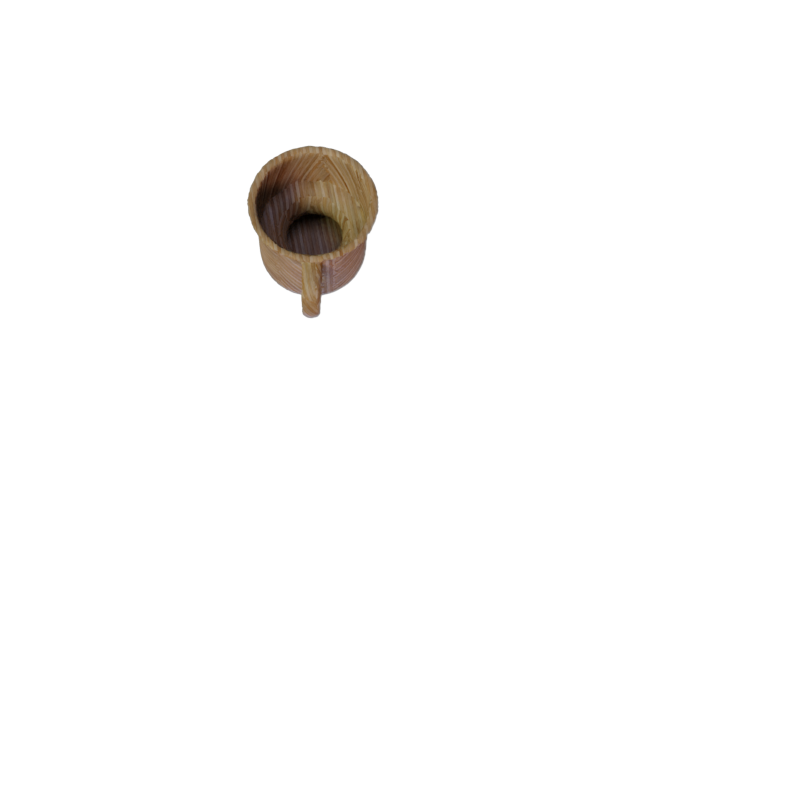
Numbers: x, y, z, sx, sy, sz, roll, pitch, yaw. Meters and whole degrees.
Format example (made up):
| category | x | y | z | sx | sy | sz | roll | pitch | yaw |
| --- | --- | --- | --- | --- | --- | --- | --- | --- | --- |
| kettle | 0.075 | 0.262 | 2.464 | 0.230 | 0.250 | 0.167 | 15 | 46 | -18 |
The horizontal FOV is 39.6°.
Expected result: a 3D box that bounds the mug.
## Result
| category | x | y | z | sx | sy | sz | roll | pitch | yaw |
| --- | --- | --- | --- | --- | --- | --- | --- | --- | --- |
| mug | -0.064 | -0.117 | 0.816 | 0.093 | 0.124 | 0.077 | -2 | -23 | -3 |
